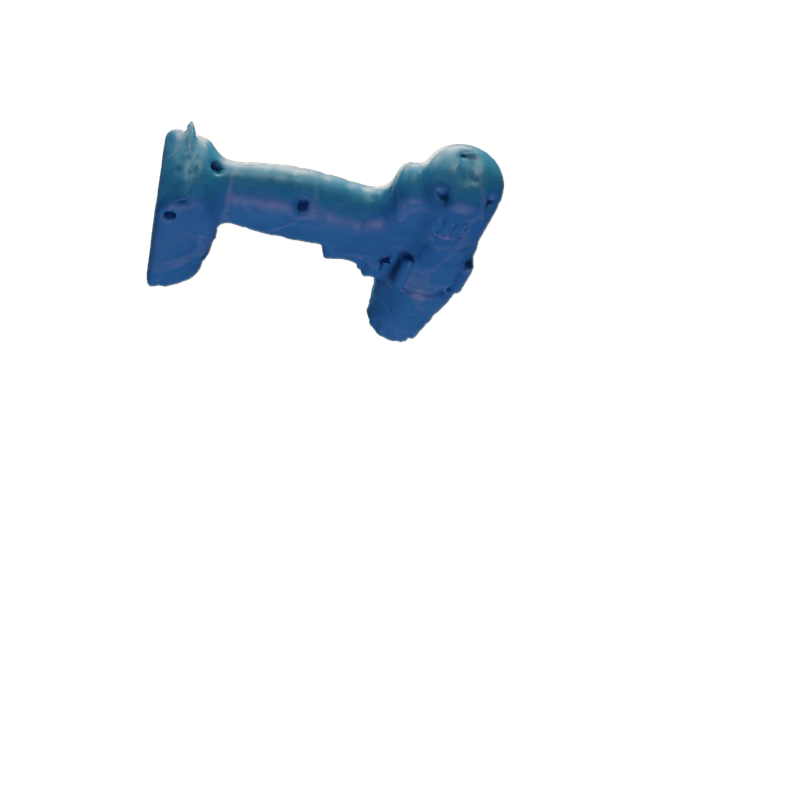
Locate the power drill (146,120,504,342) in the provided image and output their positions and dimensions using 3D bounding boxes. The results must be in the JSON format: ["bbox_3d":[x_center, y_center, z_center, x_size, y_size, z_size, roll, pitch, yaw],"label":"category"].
[{"bbox_3d":[-0.051,-0.092,0.645,0.185,0.061,0.176,5,-27,-11],"label":"power drill"}]
